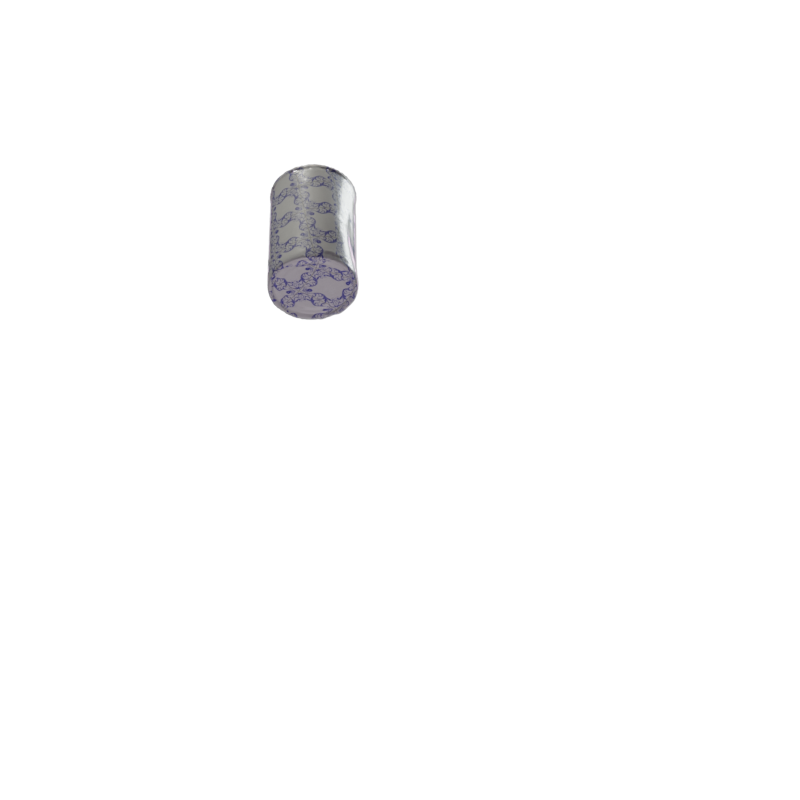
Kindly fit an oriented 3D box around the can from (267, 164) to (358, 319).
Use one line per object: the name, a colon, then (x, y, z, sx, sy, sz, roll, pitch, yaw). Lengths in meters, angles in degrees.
can: (-0.065, -0.119, 0.833, 0.068, 0.110, 0.064, -1, -43, -3)
